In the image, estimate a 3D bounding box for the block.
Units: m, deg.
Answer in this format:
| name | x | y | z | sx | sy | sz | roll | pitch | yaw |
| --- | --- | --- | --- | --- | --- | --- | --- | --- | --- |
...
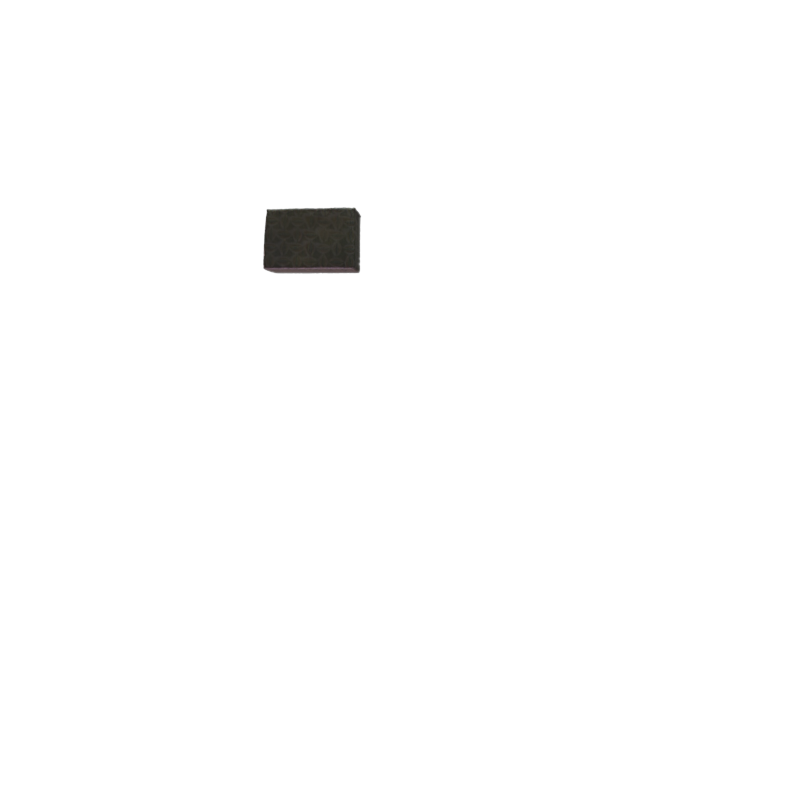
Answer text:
| name | x | y | z | sx | sy | sz | roll | pitch | yaw |
| --- | --- | --- | --- | --- | --- | --- | --- | --- | --- |
| block | -0.074 | -0.135 | 0.948 | 0.079 | 0.052 | 0.052 | 0 | -2 | 6 |
